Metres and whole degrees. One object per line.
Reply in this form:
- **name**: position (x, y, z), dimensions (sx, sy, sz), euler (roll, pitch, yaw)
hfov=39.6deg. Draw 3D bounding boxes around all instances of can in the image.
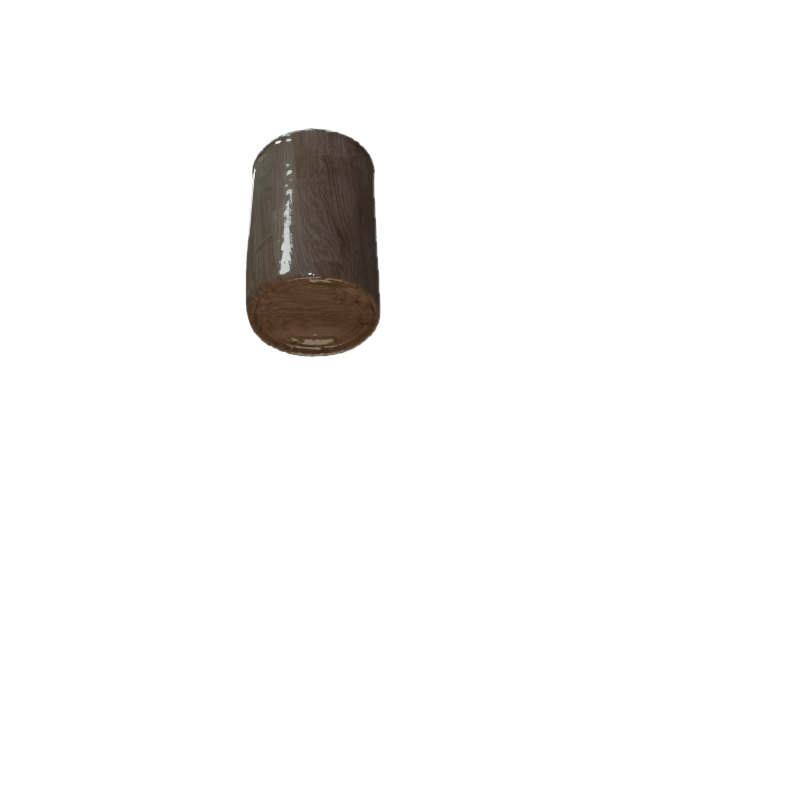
- **can**: position (-0.045, -0.083, 0.578), dimensions (0.068, 0.110, 0.064), euler (-1, -38, -3)
